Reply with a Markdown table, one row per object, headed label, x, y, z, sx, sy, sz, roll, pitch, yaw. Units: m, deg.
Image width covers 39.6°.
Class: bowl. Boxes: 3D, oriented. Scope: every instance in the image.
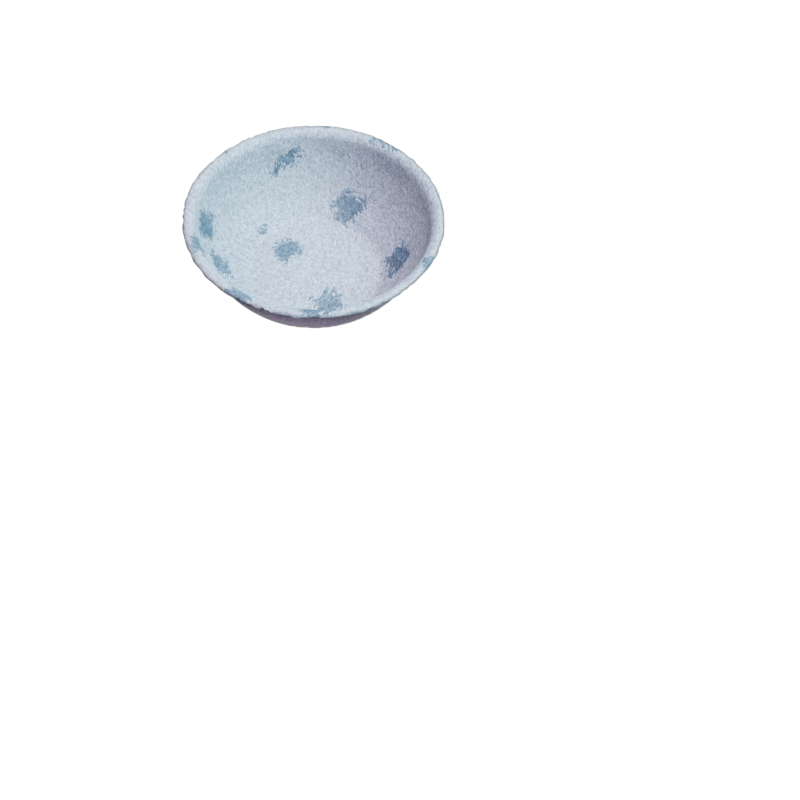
| label | x | y | z | sx | sy | sz | roll | pitch | yaw |
| --- | --- | --- | --- | --- | --- | --- | --- | --- | --- |
| bowl | -0.055 | -0.100 | 0.701 | 0.162 | 0.174 | 0.051 | -1 | -39 | -1 |
